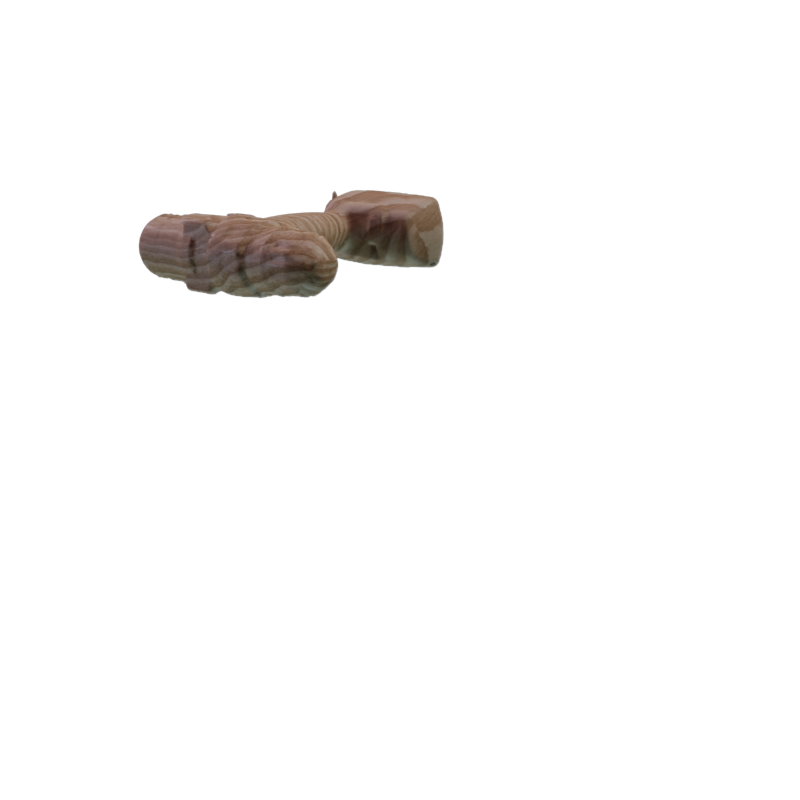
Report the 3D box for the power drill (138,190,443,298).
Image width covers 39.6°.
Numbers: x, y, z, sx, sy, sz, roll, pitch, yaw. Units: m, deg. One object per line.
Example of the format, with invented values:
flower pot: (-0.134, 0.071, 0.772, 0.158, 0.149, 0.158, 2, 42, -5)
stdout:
power drill: (-0.060, -0.109, 0.761, 0.183, 0.056, 0.194, -13, 20, -41)
